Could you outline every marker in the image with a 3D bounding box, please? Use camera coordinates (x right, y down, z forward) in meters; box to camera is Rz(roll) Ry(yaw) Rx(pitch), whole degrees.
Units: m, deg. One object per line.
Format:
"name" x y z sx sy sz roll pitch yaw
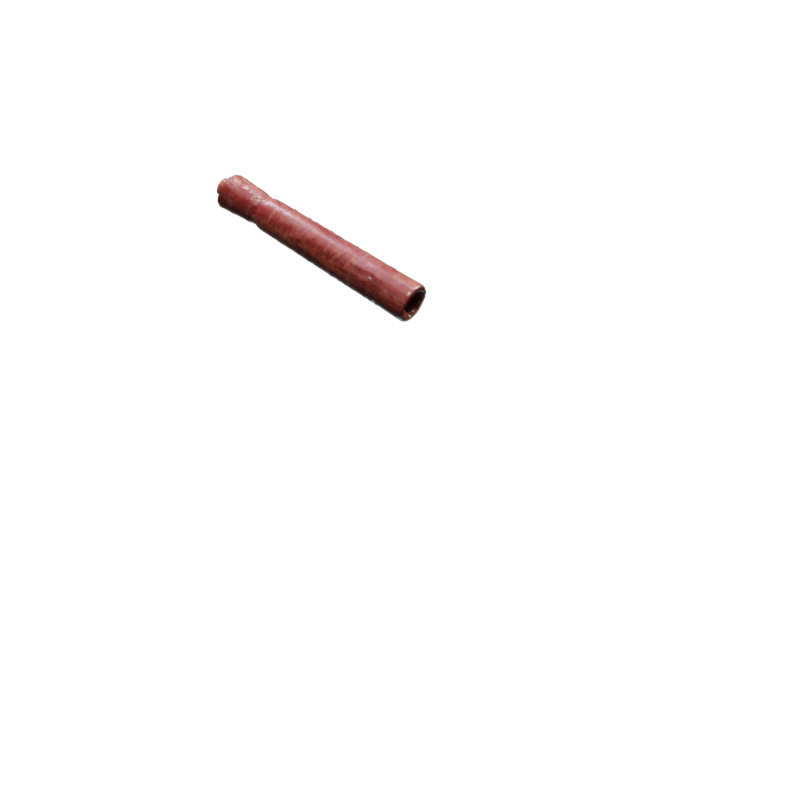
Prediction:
"marker" -0.041 -0.075 0.525 0.128 0.019 0.019 34 20 27
